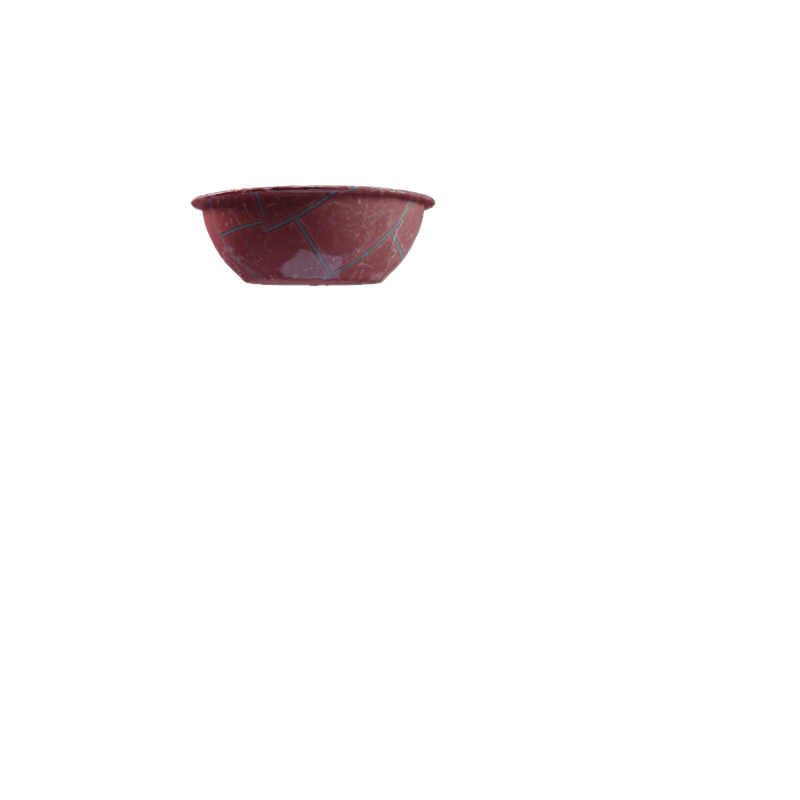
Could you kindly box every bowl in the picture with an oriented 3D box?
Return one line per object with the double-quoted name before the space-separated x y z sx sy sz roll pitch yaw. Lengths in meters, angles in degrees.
"bowl" -0.057 -0.105 0.732 0.162 0.055 0.162 0 3 -2
